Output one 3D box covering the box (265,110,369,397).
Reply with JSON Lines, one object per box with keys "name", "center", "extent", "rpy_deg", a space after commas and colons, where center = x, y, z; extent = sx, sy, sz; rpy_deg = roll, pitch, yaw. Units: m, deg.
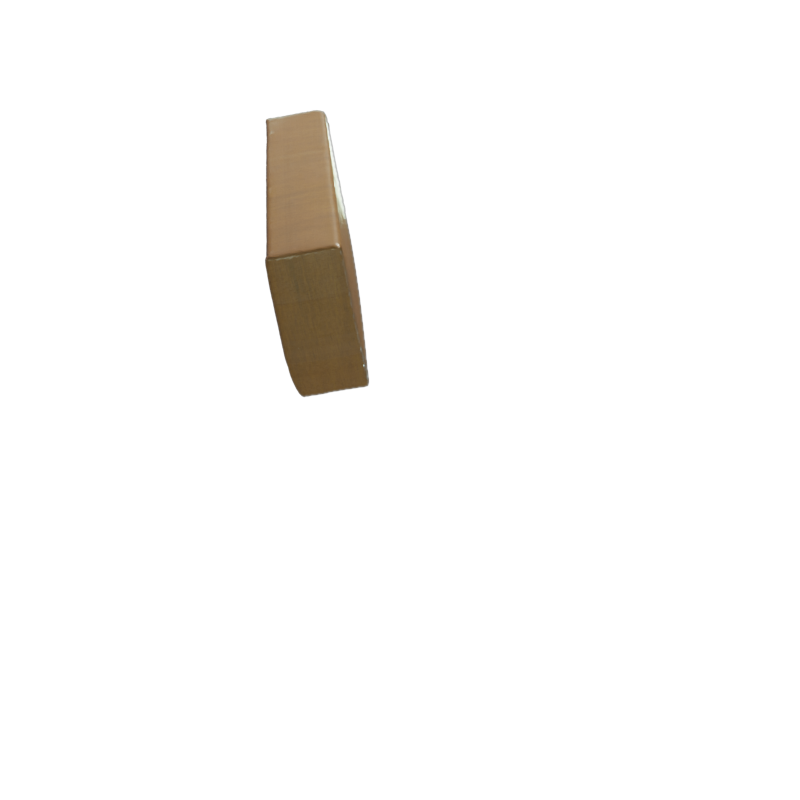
{"name": "box", "center": [-0.050, -0.093, 0.648], "extent": [0.048, 0.087, 0.188], "rpy_deg": [-9, 36, 2]}
